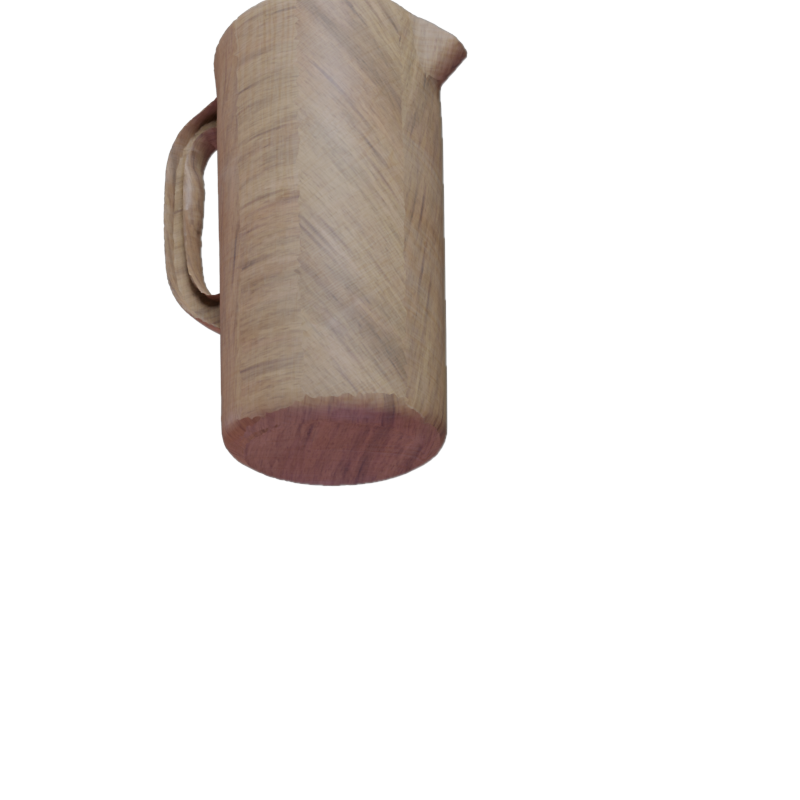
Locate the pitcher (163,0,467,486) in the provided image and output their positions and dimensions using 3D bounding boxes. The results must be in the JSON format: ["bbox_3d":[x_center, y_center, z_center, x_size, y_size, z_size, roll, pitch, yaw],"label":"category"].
[{"bbox_3d":[-0.046,-0.084,0.590,0.141,0.258,0.144,8,-30,-18],"label":"pitcher"}]
